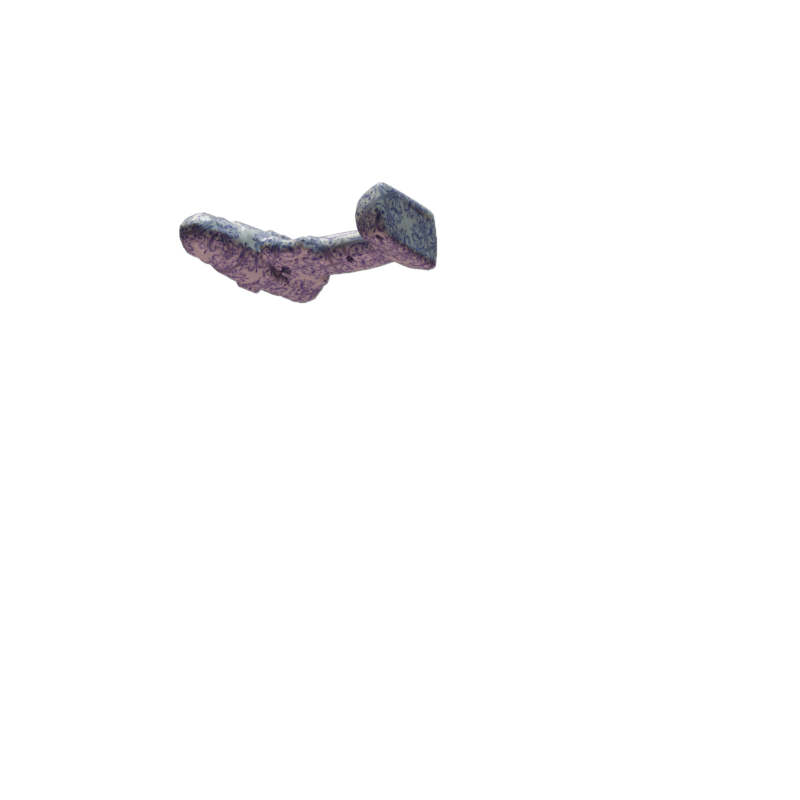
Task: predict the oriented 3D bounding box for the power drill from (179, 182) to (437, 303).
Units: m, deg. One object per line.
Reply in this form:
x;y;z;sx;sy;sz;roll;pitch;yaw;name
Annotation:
-0.077;-0.140;0.980;0.192;0.059;0.174;-8;-14;32;power drill
